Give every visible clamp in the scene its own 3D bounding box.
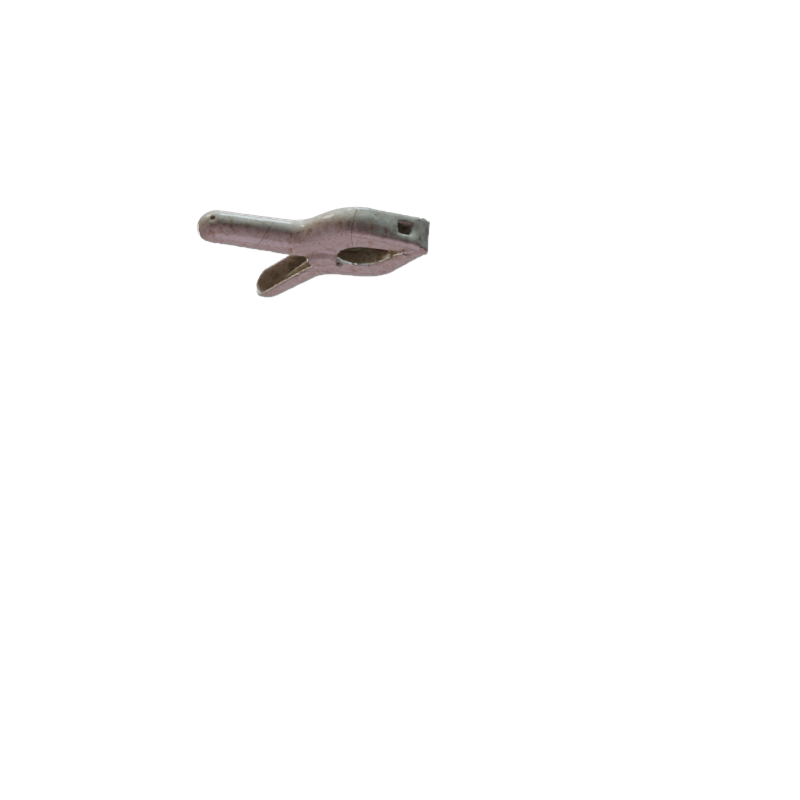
[{"bbox_3d":[-0.066,-0.120,0.844,0.175,0.041,0.112,-9,-19,28],"label":"clamp"}]
